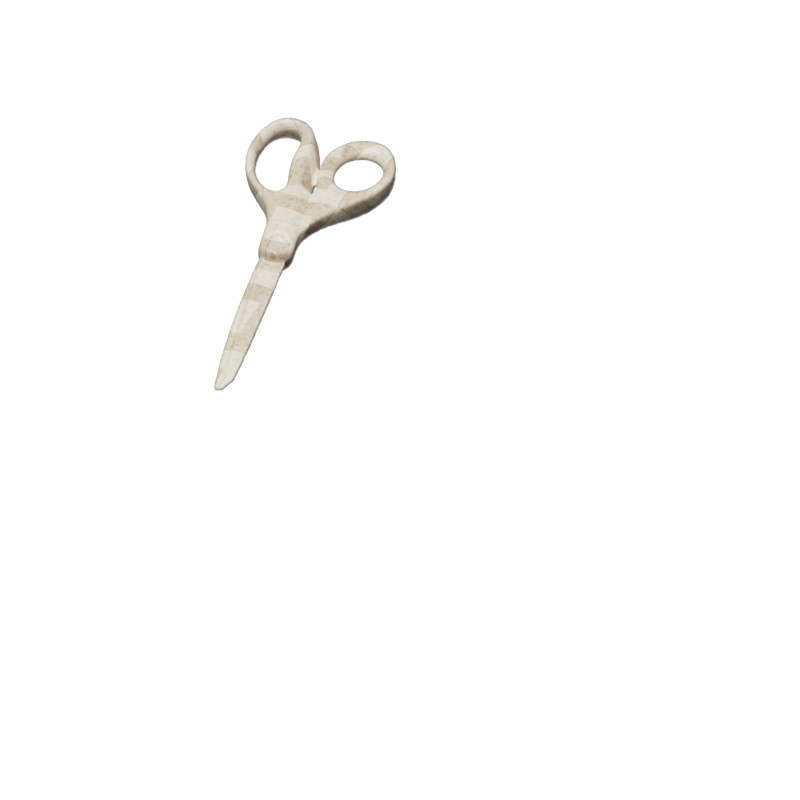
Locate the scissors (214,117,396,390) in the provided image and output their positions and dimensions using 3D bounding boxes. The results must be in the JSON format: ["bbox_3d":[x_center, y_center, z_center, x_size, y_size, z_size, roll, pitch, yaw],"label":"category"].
[{"bbox_3d":[-0.047,-0.085,0.599,0.096,0.217,0.015,-2,-42,-2],"label":"scissors"}]
